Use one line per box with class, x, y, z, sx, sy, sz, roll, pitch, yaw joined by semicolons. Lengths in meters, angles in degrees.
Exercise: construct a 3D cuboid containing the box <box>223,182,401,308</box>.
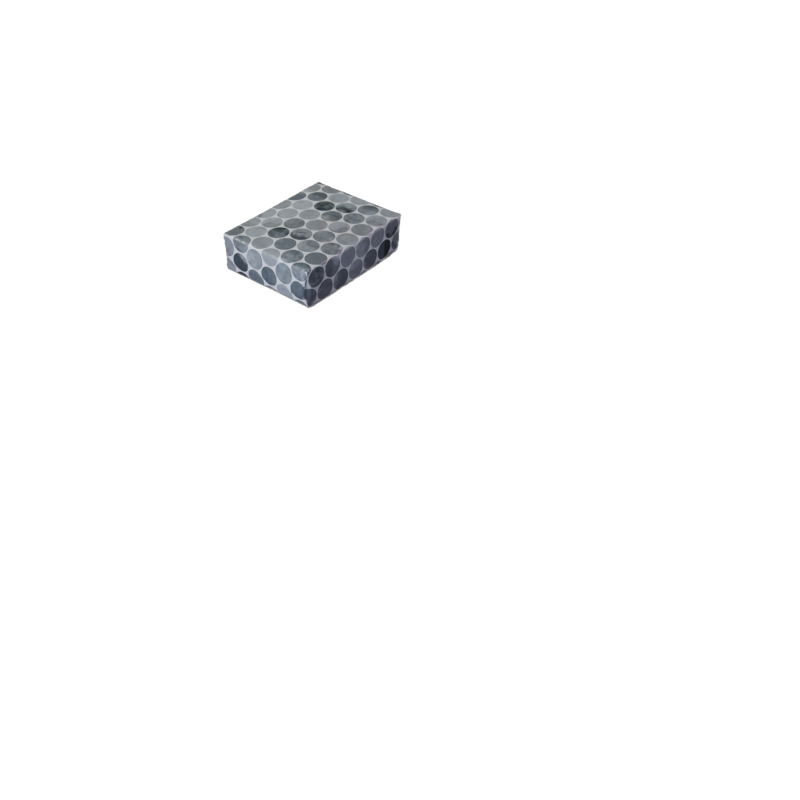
box;-0.068;-0.124;0.870;0.095;0.036;0.114;26;43;31
